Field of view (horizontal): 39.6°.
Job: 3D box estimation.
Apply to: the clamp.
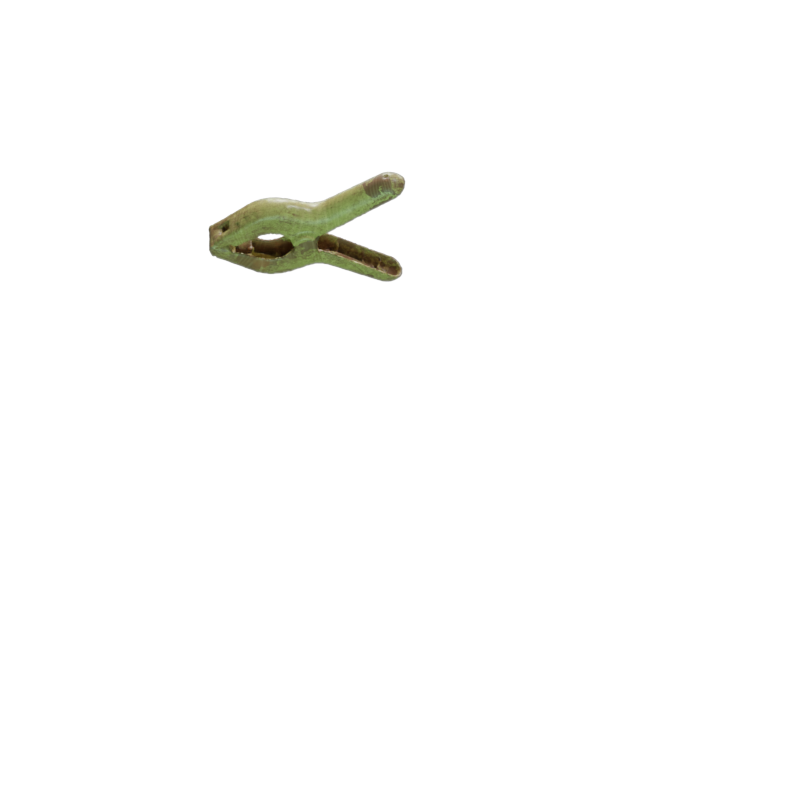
[{"bbox_3d":[-0.074,-0.135,0.946,0.172,0.111,0.042,-7,44,7],"label":"clamp"}]
